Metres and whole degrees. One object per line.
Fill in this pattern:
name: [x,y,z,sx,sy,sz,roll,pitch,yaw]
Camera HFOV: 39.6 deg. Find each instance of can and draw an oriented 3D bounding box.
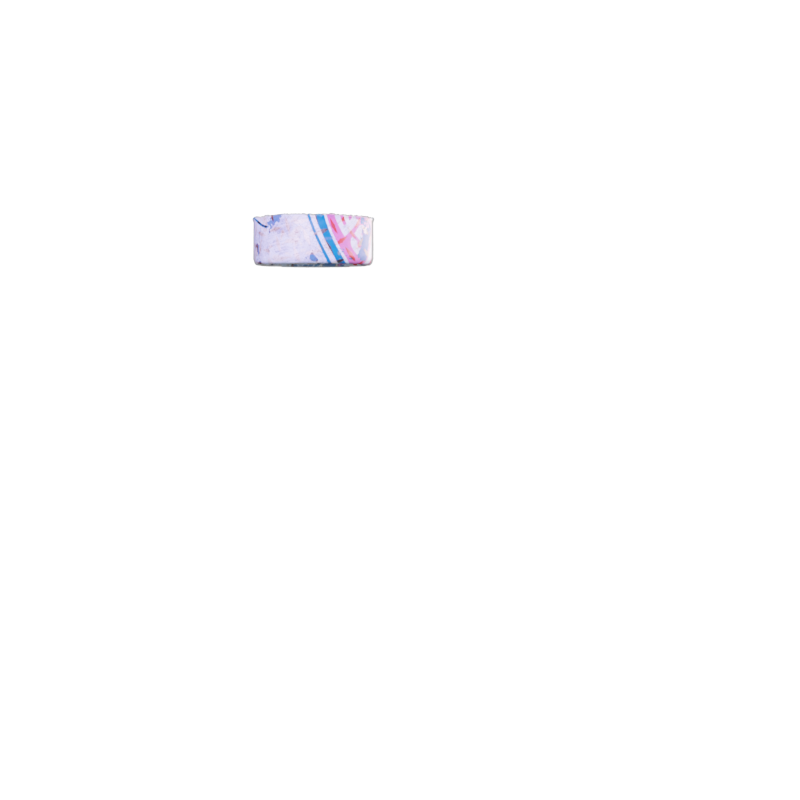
can: [-0.061,-0.112,0.782,0.086,0.034,0.086,0,4,-2]
